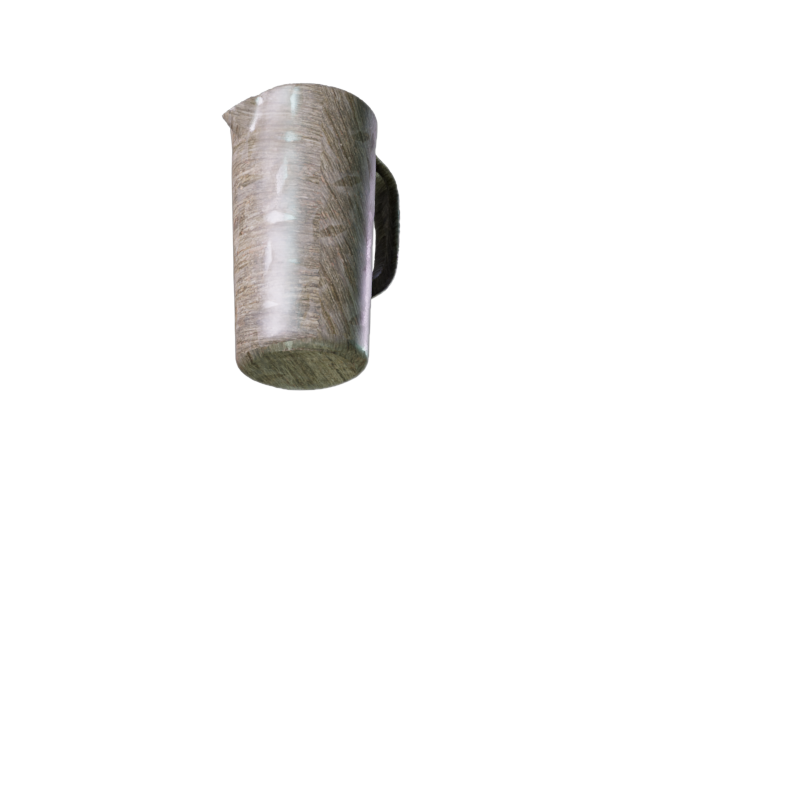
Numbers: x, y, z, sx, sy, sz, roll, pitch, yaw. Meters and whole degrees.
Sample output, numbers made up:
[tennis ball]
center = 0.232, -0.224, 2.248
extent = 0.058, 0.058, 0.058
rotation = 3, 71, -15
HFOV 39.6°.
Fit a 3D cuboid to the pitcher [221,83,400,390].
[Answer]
[pitcher]
center = -0.074, -0.136, 0.949
extent = 0.150, 0.257, 0.136
rotation = -3, -25, 3
